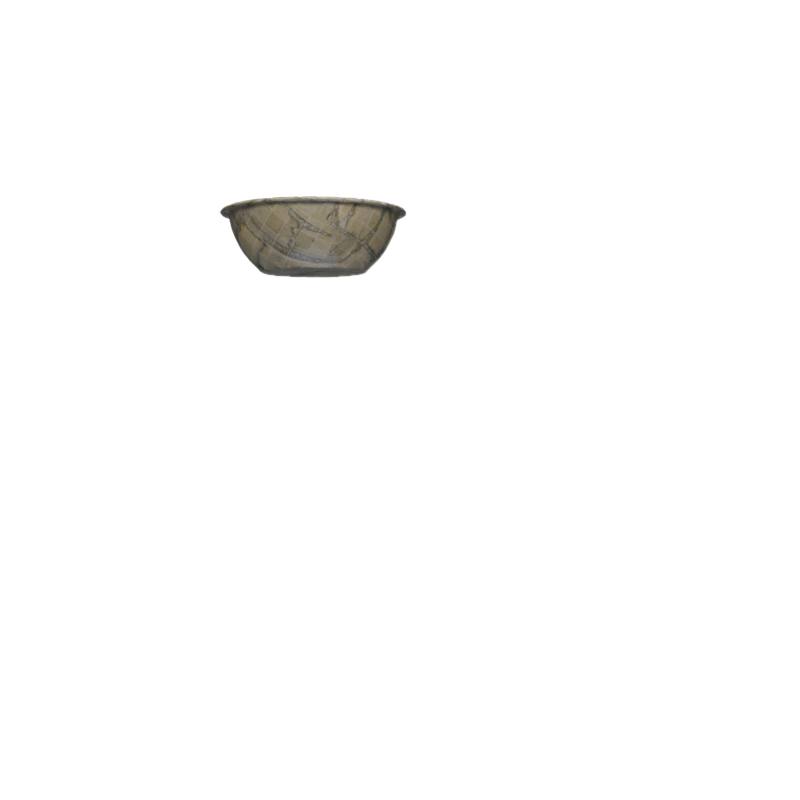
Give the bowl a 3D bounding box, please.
[{"bbox_3d":[-0.075,-0.138,0.963,0.162,0.055,0.161,0,0,-2],"label":"bowl"}]
